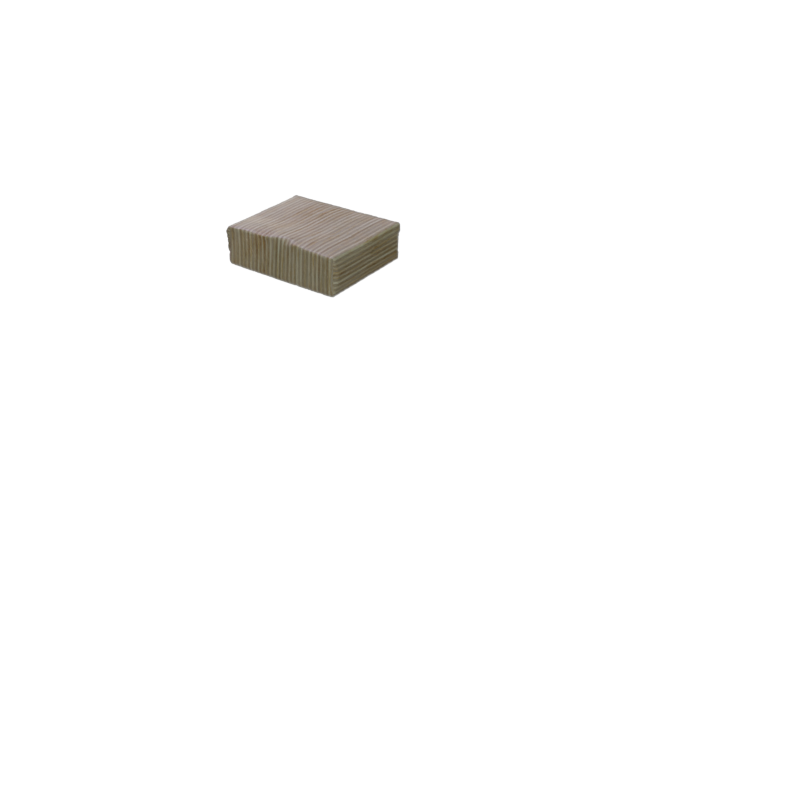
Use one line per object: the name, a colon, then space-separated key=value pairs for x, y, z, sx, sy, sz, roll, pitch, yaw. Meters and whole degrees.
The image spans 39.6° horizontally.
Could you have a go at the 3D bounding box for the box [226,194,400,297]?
box: x=-0.057 y=-0.103 z=0.724 sx=0.094 sy=0.028 sz=0.073 roll=20 pitch=35 yaw=31
